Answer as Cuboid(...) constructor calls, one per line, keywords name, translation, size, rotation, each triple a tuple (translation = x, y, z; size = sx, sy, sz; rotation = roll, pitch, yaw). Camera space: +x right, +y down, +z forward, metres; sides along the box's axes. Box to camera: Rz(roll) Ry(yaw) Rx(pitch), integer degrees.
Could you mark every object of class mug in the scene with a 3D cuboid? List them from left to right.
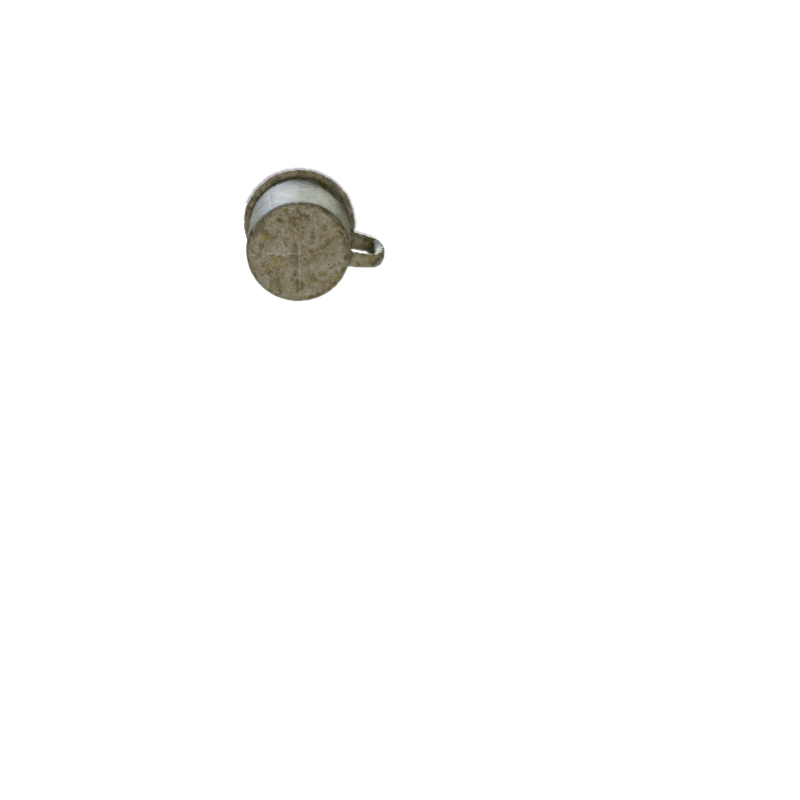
Cuboid(name="mug", translation=(-0.070, -0.127, 0.889), size=(0.116, 0.090, 0.085), rotation=(14, 21, -7))
